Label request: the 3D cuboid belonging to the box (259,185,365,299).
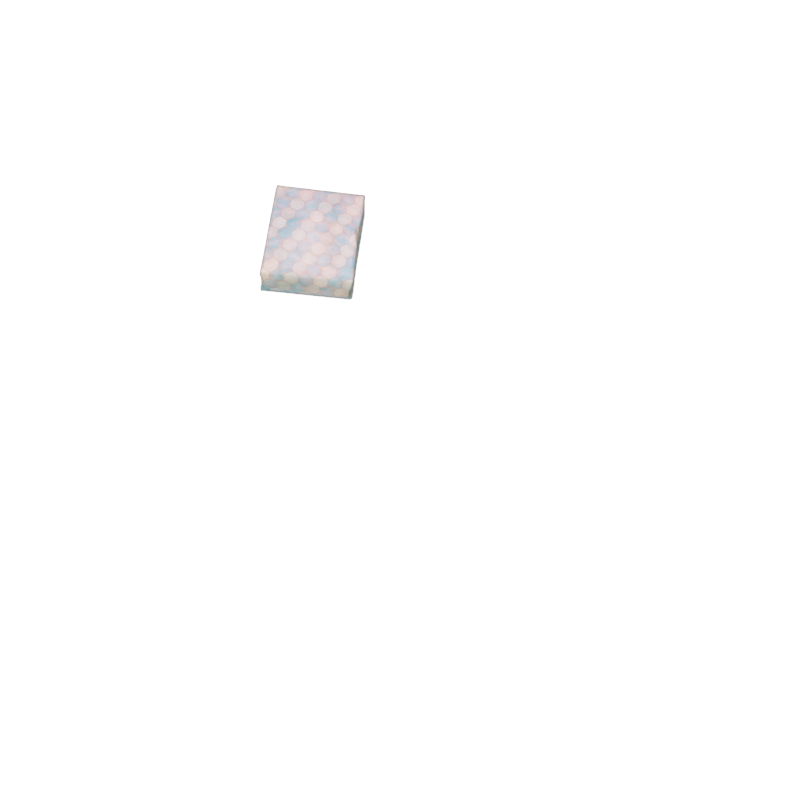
[{"bbox_3d":[-0.069,-0.126,0.881,0.074,0.095,0.028,6,-33,3],"label":"box"}]
